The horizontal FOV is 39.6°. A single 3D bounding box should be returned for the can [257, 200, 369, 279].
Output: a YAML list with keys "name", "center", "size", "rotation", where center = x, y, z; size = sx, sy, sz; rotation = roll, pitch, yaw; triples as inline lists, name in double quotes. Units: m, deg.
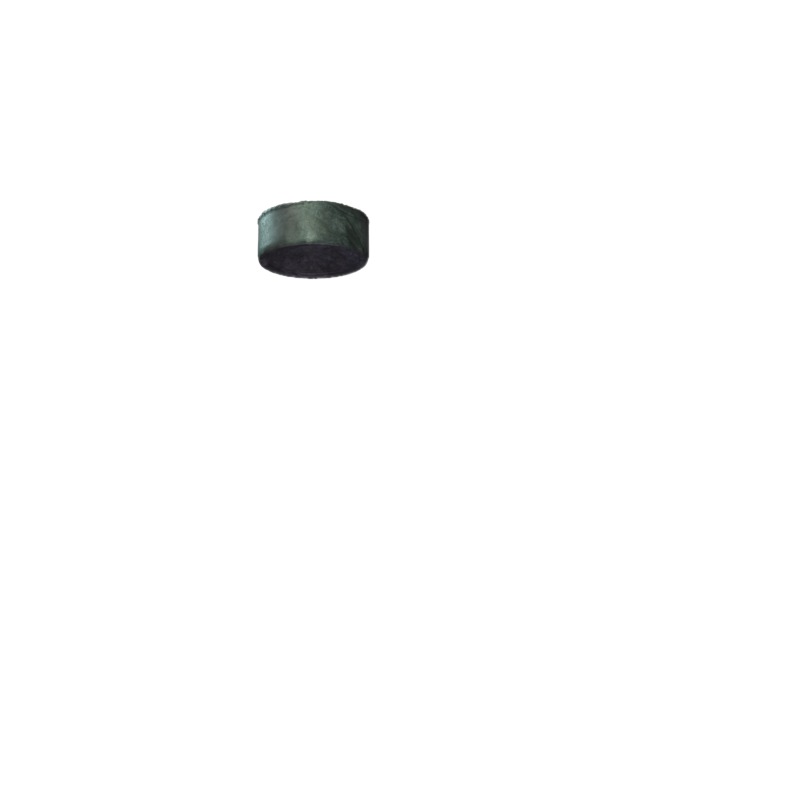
- name: "can"
  center: [-0.066, -0.120, 0.842]
  size: [0.086, 0.035, 0.083]
  rotation: [0, -14, -2]
